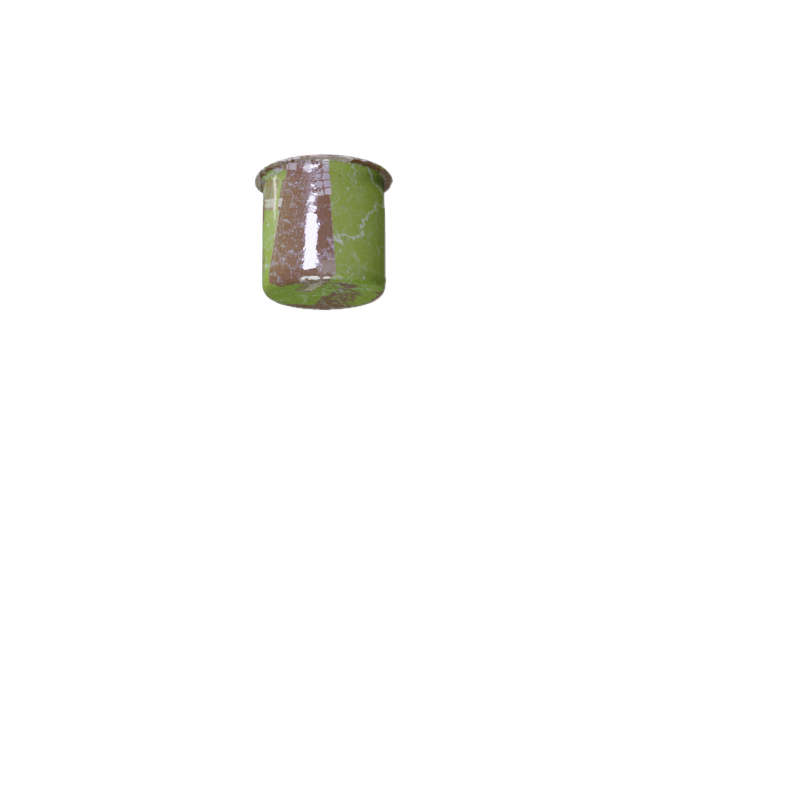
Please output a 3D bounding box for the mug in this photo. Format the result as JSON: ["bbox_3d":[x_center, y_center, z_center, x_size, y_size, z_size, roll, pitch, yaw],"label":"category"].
[{"bbox_3d":[-0.058,-0.107,0.747,0.089,0.085,0.119,10,-17,-37],"label":"mug"}]
